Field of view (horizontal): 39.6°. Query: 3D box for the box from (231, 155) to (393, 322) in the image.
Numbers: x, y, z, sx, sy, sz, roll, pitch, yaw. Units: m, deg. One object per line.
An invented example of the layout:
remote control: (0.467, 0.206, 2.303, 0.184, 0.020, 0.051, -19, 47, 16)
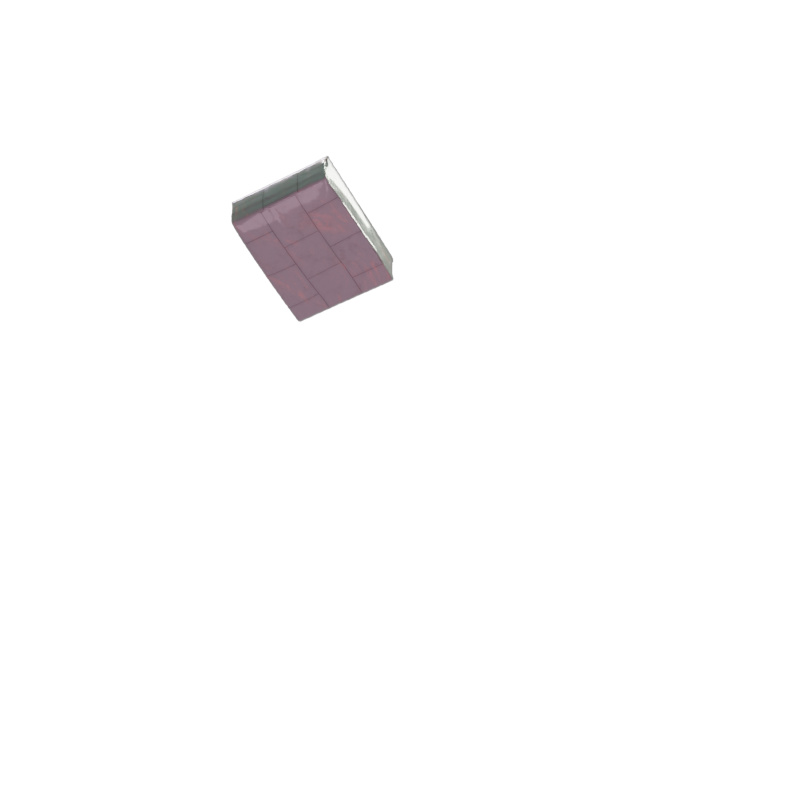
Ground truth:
box: (-0.069, -0.126, 0.884, 0.090, 0.106, 0.042, -24, 33, 16)
